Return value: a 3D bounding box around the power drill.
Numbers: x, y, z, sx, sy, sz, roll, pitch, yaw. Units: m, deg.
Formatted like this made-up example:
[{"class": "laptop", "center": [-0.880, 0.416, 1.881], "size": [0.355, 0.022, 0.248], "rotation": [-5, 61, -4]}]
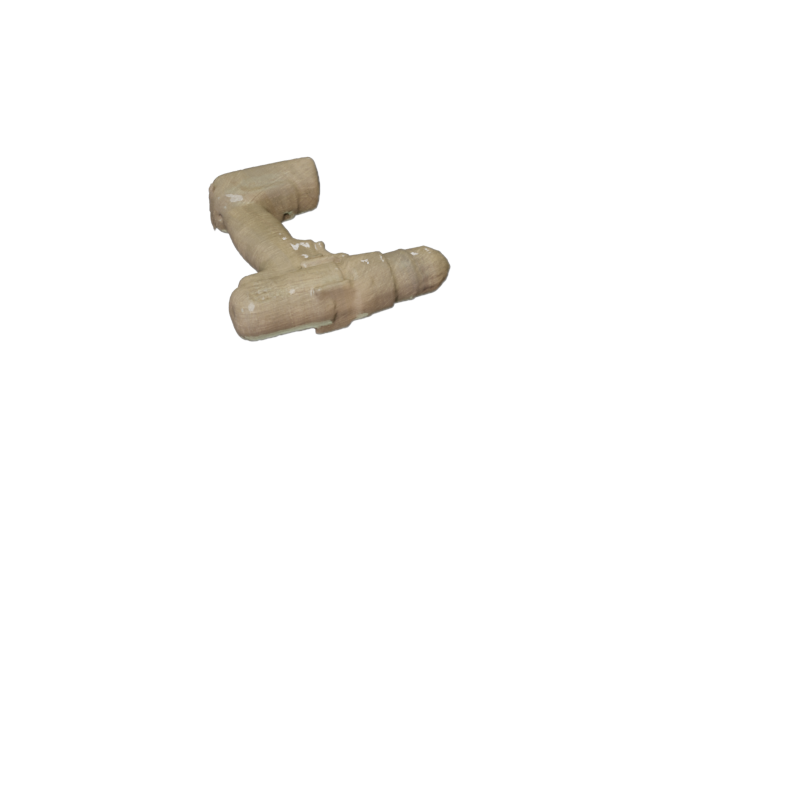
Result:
[{"class": "power drill", "center": [-0.073, -0.134, 0.938], "size": [0.182, 0.054, 0.203], "rotation": [-14, 43, -17]}]
